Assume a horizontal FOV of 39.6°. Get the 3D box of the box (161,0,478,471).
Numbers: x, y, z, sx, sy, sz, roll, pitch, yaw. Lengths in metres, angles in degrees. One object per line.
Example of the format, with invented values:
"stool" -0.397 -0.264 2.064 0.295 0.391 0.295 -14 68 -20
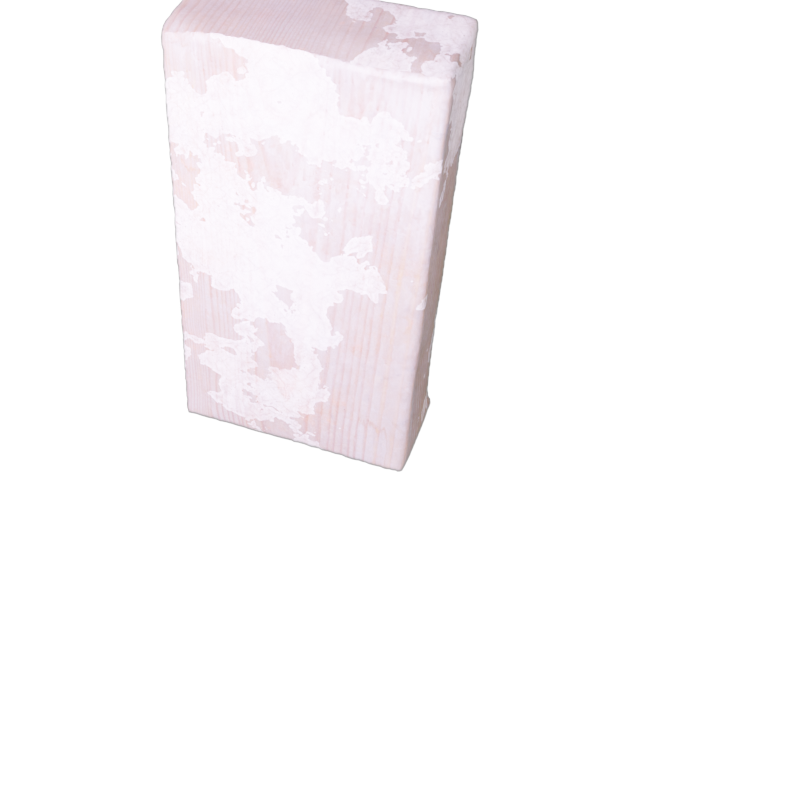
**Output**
"box" -0.031 -0.055 0.389 0.095 0.164 0.050 15 47 11
